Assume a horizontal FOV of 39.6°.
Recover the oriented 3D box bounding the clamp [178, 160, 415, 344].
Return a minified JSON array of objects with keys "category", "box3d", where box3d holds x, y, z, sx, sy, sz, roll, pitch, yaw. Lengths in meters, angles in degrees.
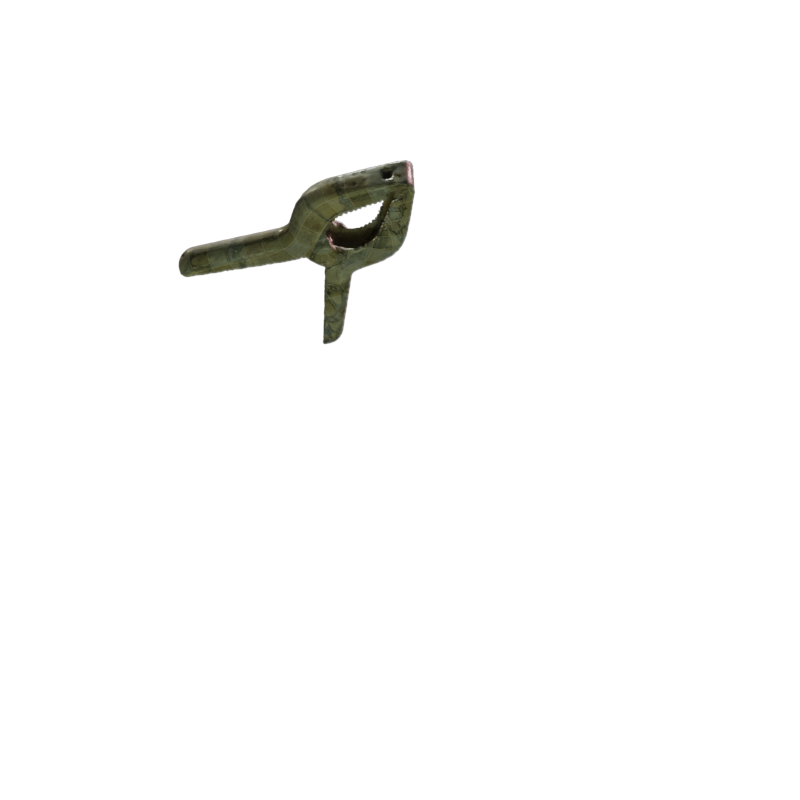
[{"category":"clamp","box3d":[-0.070,-0.128,0.895,0.157,0.039,0.205,21,-42,-26]}]
